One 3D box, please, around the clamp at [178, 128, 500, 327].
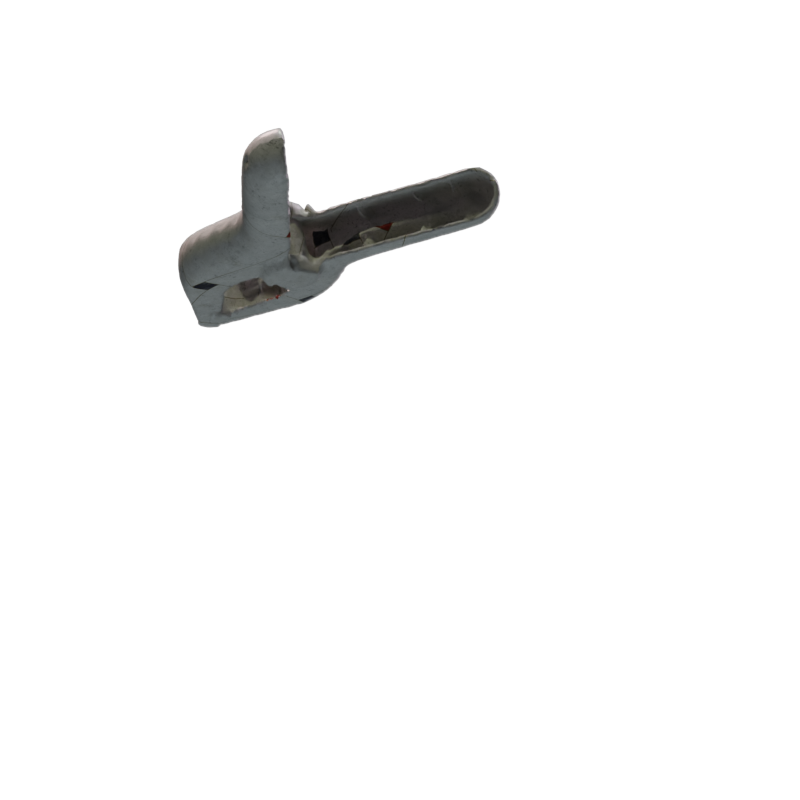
[{"bbox_3d":[-0.039,-0.072,0.504,0.116,0.041,0.170,8,-17,-26],"label":"clamp"}]
